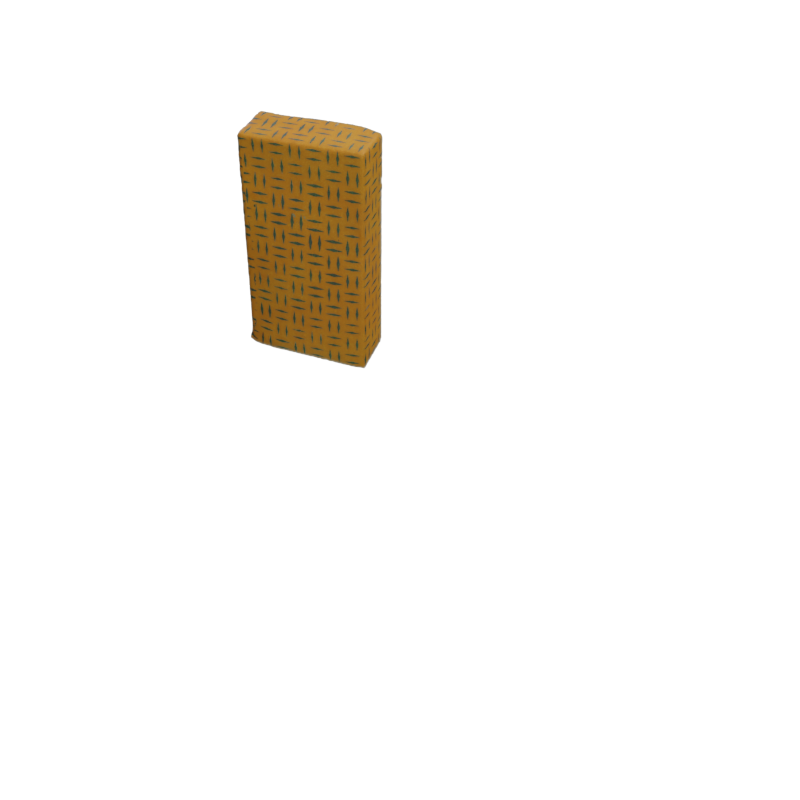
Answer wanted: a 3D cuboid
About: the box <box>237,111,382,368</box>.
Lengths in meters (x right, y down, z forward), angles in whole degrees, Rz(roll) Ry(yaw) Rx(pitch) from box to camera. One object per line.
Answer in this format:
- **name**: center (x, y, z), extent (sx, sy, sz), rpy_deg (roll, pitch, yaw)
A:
- **box**: center (-0.061, -0.112, 0.782), extent (0.096, 0.165, 0.050), rpy_deg (14, 35, 17)
